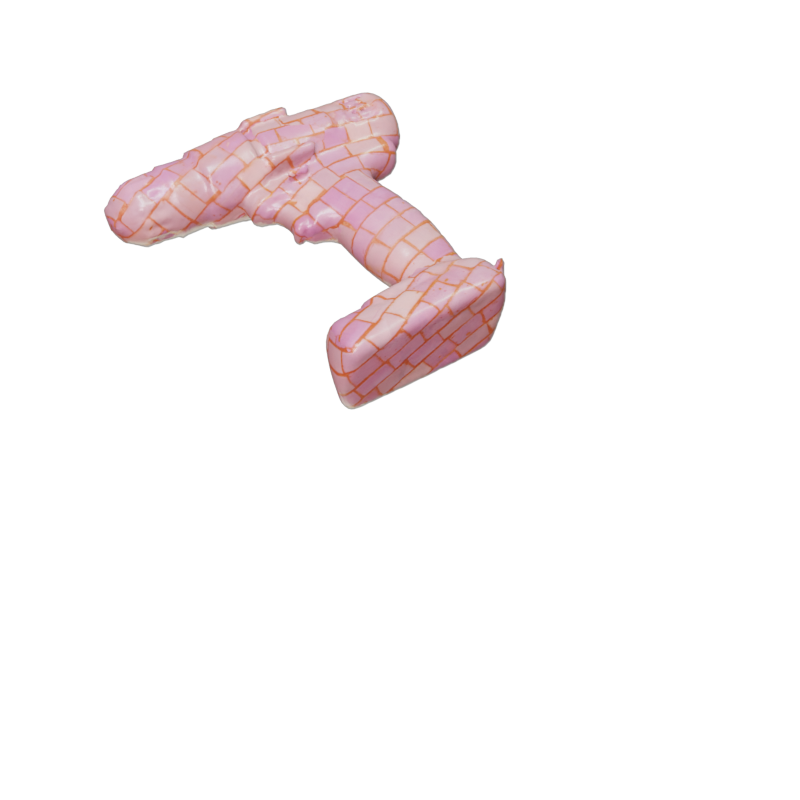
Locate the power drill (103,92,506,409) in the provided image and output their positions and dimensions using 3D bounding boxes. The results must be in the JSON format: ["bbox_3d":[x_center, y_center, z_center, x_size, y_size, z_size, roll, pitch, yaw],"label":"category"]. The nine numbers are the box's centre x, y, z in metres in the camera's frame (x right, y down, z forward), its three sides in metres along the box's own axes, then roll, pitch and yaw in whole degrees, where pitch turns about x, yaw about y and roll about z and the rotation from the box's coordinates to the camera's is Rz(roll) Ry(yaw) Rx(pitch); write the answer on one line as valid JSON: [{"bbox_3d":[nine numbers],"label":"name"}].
[{"bbox_3d":[-0.048,-0.087,0.609,0.184,0.202,0.053,-25,-34,-19],"label":"power drill"}]
